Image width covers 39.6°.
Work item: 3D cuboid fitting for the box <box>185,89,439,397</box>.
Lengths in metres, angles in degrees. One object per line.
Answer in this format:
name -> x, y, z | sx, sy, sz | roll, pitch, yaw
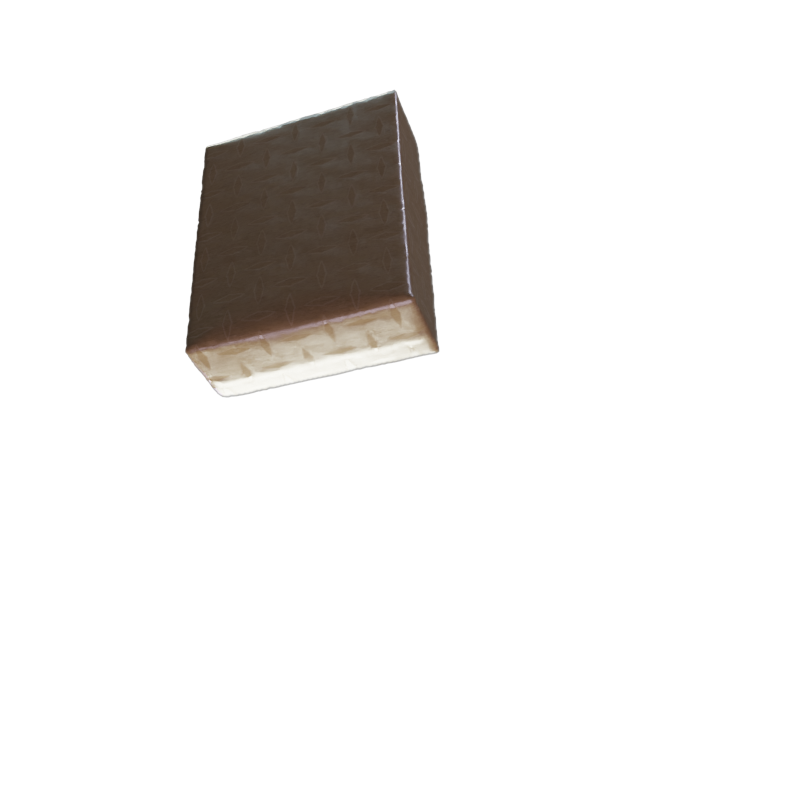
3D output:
box -> -0.064, -0.117, 0.820 | 0.166, 0.230, 0.066 | -14, -42, 13
